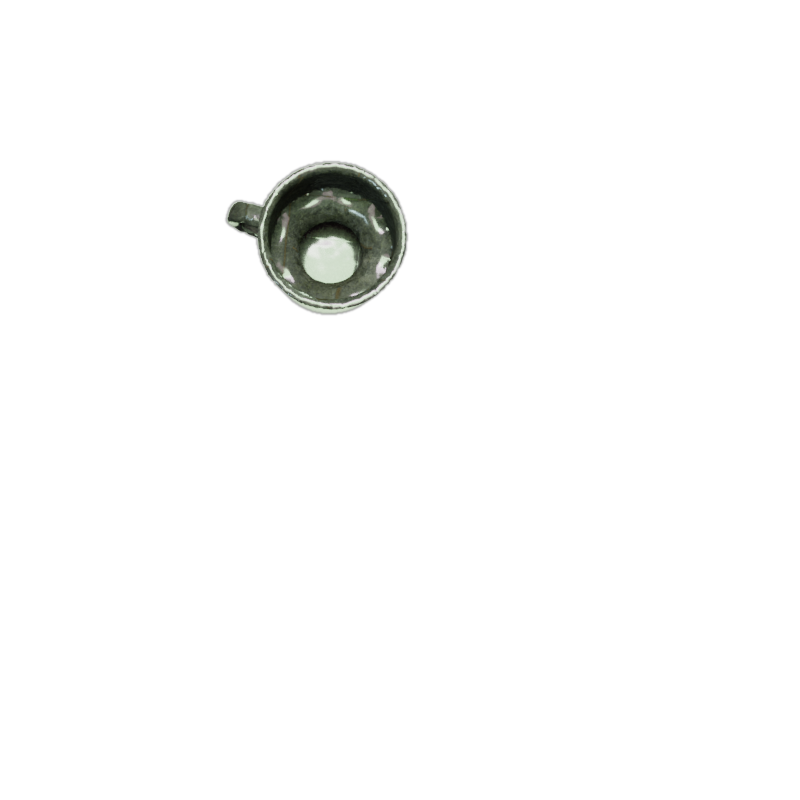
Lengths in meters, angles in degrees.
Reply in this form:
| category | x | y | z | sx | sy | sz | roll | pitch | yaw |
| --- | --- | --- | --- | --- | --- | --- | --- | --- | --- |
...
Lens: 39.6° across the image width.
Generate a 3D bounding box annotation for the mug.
| category | x | y | z | sx | sy | sz | roll | pitch | yaw |
| --- | --- | --- | --- | --- | --- | --- | --- | --- | --- |
| mug | -0.057 | -0.103 | 0.725 | 0.117 | 0.095 | 0.080 | 15 | -8 | 1 |
